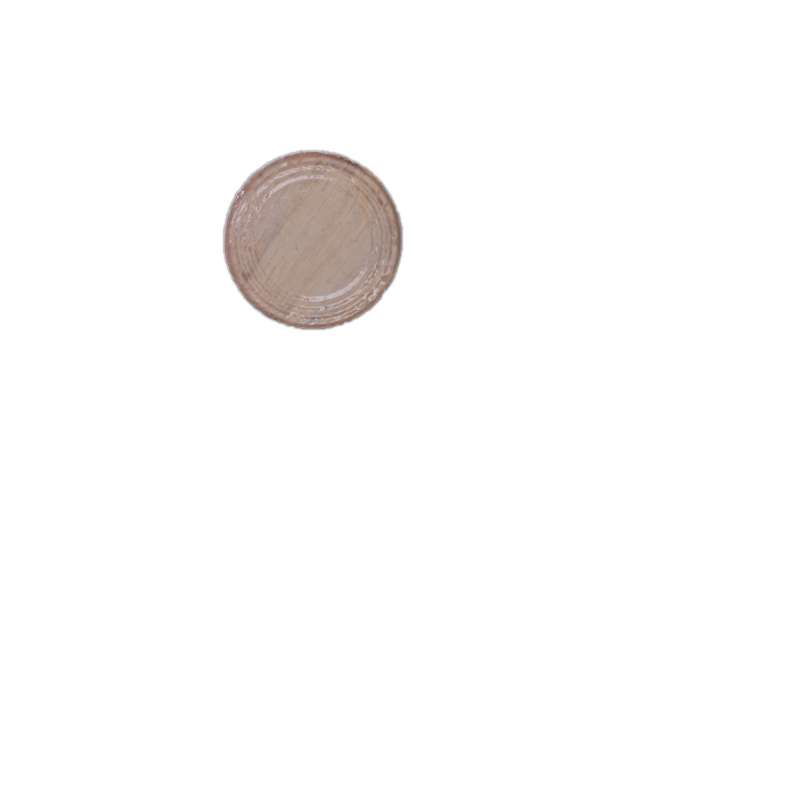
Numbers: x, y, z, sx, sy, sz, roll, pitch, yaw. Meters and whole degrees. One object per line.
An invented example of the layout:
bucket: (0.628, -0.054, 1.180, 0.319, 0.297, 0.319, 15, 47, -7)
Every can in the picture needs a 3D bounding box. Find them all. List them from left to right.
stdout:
can: (-0.043, -0.078, 0.547, 0.086, 0.086, 0.033, 0, -2, -1)
